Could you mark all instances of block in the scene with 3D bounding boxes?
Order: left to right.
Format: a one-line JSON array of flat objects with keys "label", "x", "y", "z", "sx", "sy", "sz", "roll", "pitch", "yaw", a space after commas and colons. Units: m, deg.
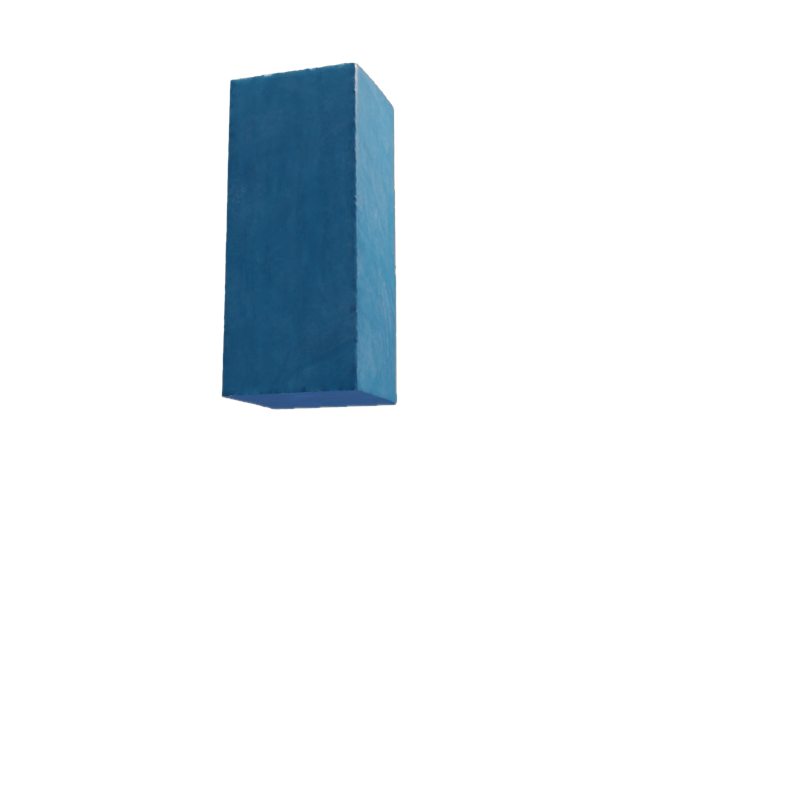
[{"label": "block", "x": -0.056, "y": -0.103, "z": 0.722, "sx": 0.092, "sy": 0.213, "sz": 0.086, "roll": -5, "pitch": -13, "yaw": 18}]
